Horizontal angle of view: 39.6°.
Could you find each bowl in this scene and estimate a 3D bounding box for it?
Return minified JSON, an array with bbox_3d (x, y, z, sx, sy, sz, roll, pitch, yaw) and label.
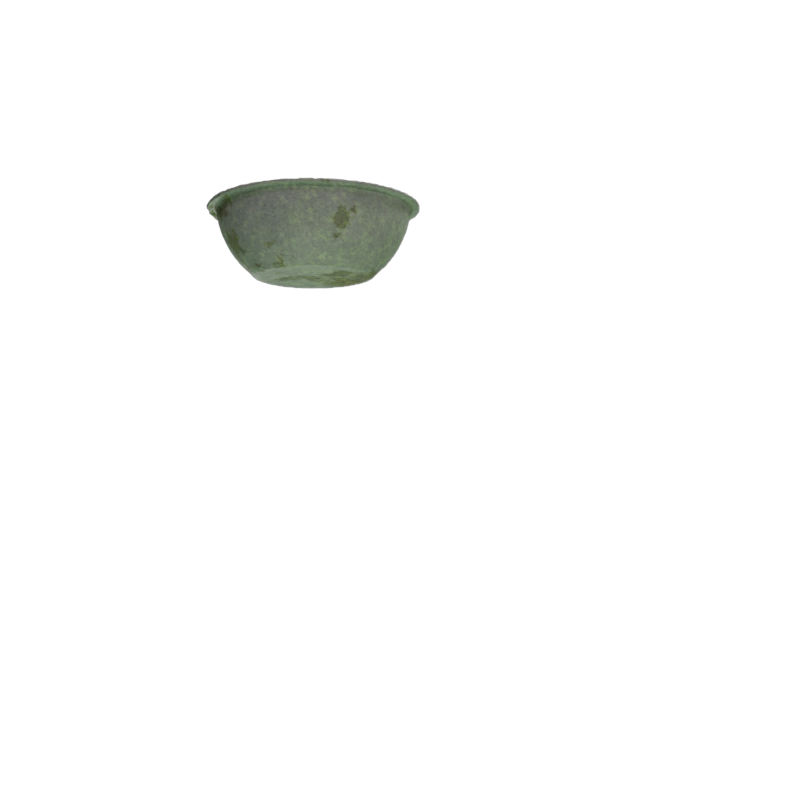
[{"bbox_3d":[-0.065,-0.119,0.836,0.162,0.056,0.158,0,-7,-2],"label":"bowl"}]
